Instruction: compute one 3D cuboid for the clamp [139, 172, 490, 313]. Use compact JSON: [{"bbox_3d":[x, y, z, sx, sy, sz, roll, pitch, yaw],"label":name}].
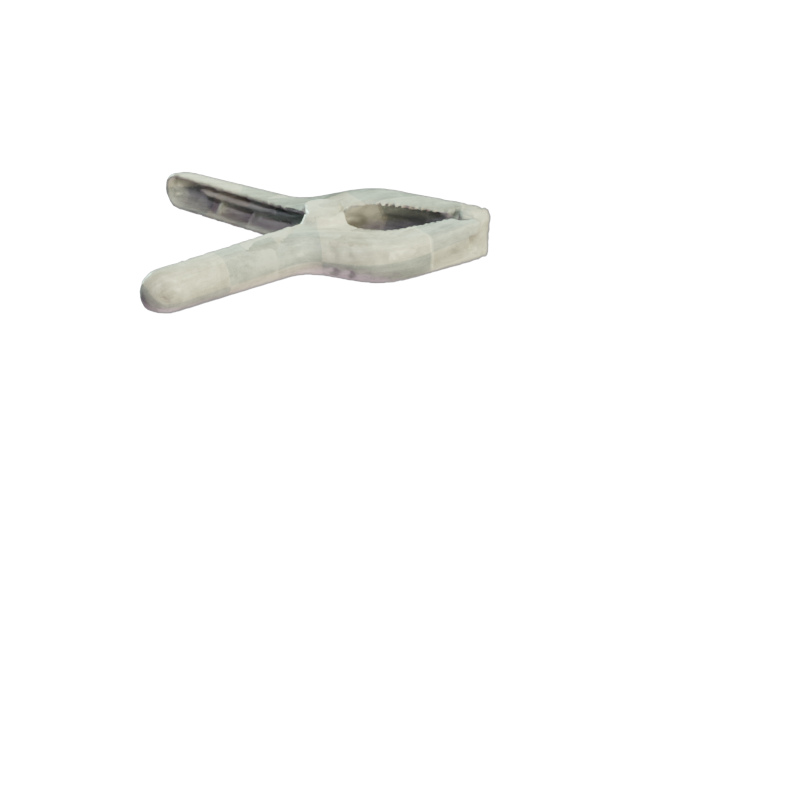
[{"bbox_3d":[-0.052,-0.094,0.661,0.211,0.034,0.174,2,32,3],"label":"clamp"}]
